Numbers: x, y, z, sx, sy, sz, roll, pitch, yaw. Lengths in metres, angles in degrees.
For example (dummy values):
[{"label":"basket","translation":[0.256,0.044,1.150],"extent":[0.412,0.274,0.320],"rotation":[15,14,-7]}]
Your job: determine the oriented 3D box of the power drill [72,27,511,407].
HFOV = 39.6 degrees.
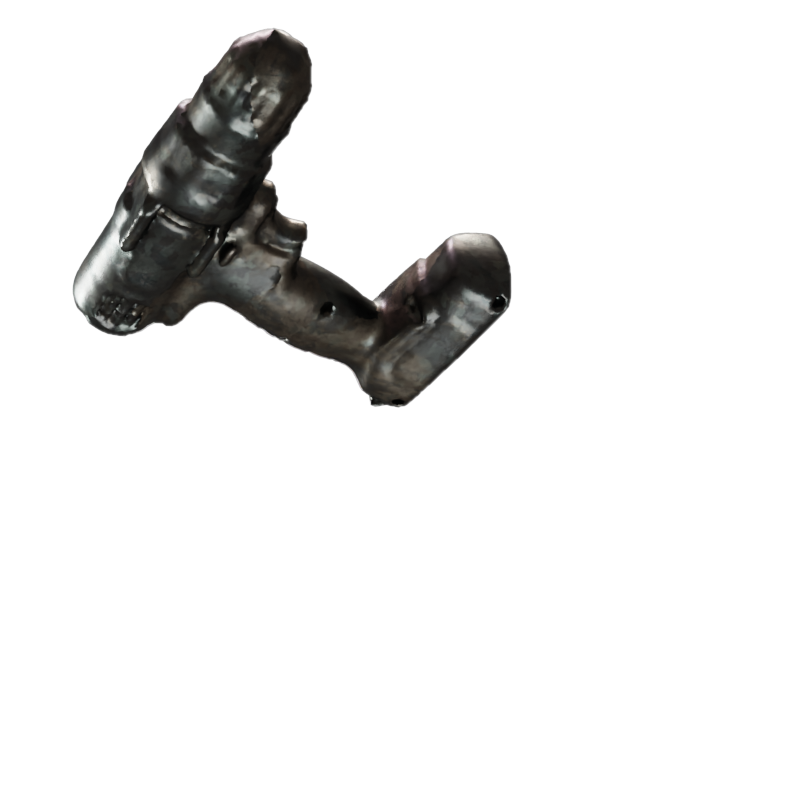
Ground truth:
[{"label":"power drill","translation":[-0.042,-0.076,0.533],"extent":[0.179,0.062,0.180],"rotation":[24,-47,-24]}]
